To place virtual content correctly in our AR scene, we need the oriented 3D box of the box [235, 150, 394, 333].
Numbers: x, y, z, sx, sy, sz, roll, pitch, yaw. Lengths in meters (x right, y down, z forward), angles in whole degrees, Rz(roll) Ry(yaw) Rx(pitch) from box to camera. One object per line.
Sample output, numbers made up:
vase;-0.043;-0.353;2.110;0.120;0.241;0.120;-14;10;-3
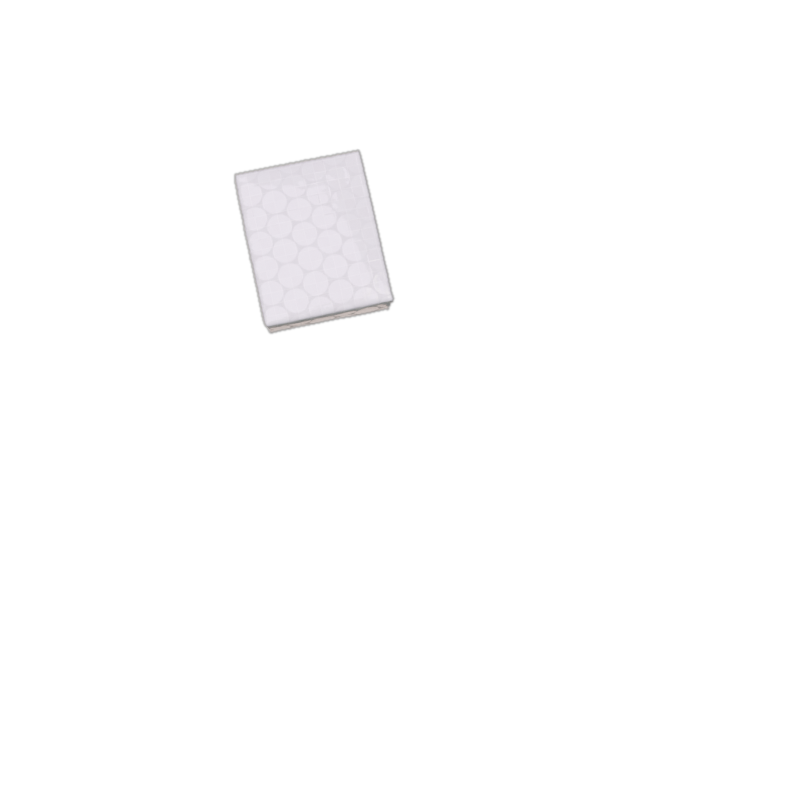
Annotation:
box;-0.061;-0.110;0.772;0.089;0.117;0.038;-12;-12;-3
